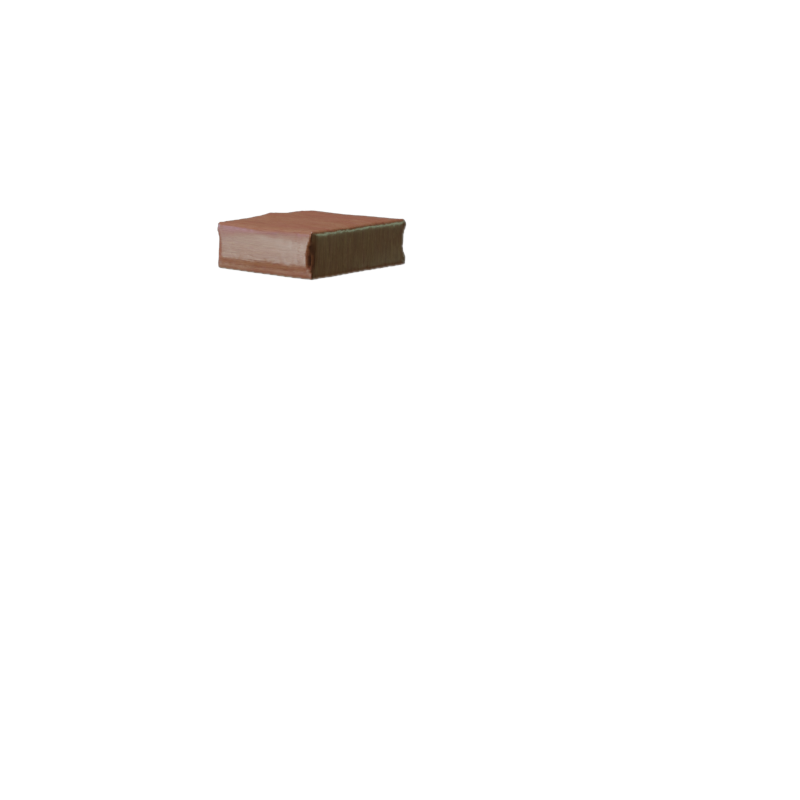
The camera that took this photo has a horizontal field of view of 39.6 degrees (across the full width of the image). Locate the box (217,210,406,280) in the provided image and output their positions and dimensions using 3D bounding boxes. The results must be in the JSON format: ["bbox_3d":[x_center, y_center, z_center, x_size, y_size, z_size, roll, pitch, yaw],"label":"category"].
[{"bbox_3d":[-0.051,-0.093,0.649,0.077,0.029,0.087,11,19,37],"label":"box"}]
